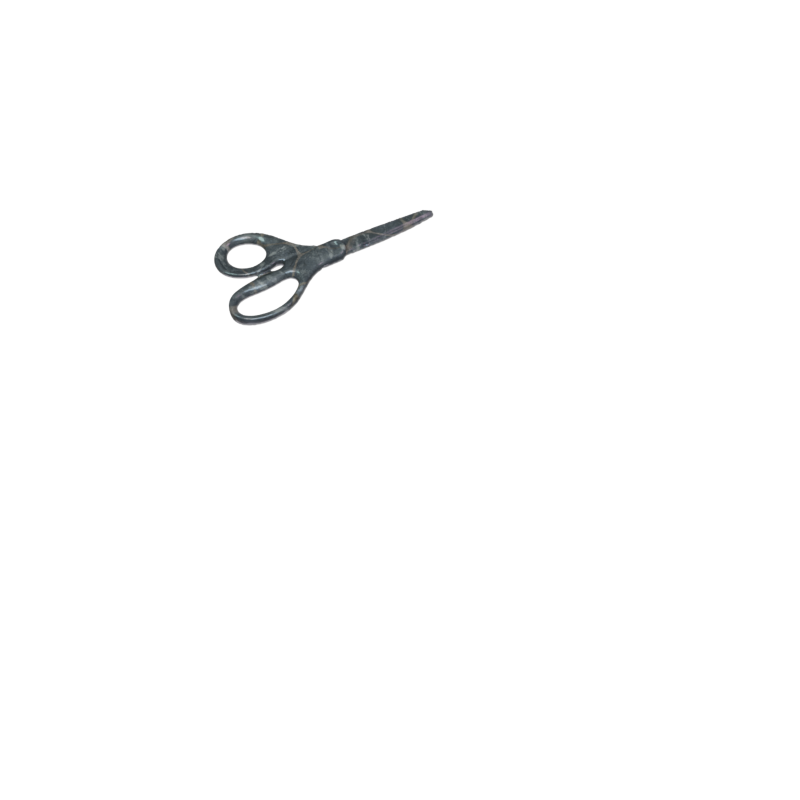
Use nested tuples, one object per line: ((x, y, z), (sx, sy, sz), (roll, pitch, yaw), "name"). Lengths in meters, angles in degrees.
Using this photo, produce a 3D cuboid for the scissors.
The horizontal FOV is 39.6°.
((-0.076, -0.138, 0.969), (0.203, 0.102, 0.015), (-38, -24, -21), "scissors")
